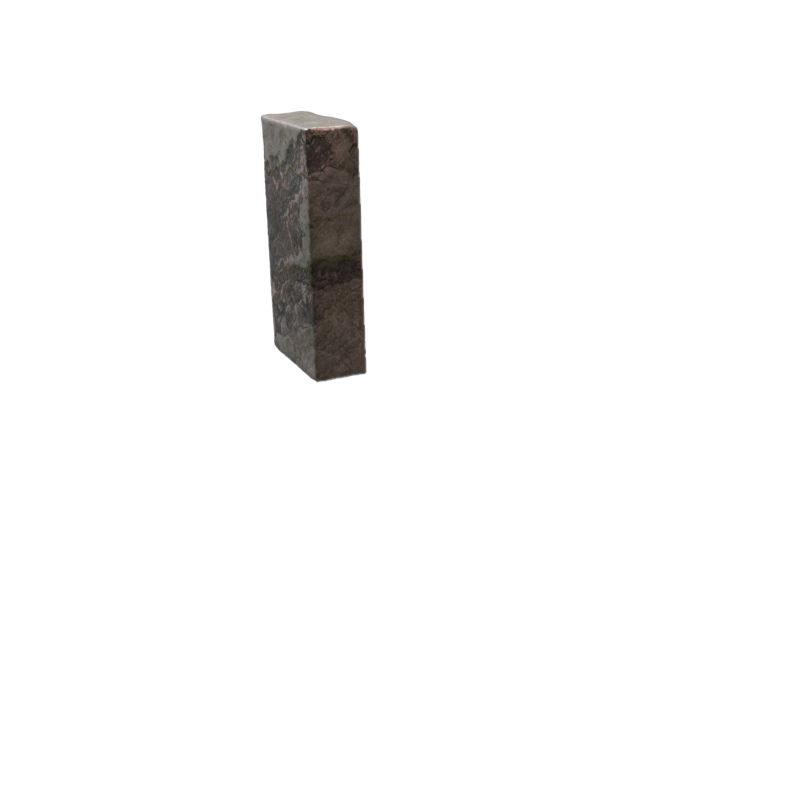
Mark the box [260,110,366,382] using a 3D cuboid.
[{"bbox_3d":[-0.061,-0.112,0.785,0.047,0.170,0.099,-5,17,-24],"label":"box"}]
